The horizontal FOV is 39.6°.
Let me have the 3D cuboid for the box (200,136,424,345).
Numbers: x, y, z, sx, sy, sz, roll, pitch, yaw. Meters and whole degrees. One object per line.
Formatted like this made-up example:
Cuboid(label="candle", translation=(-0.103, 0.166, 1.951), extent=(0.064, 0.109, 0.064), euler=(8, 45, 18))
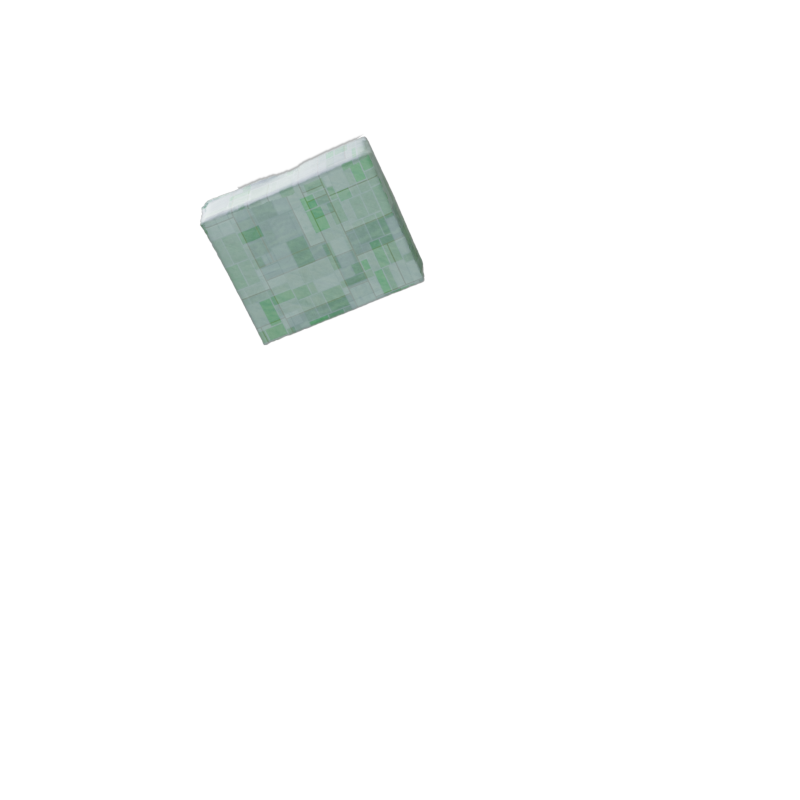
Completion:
Cuboid(label="box", translation=(-0.043, -0.077, 0.541), extent=(0.089, 0.069, 0.032), euler=(-21, 25, 10))
